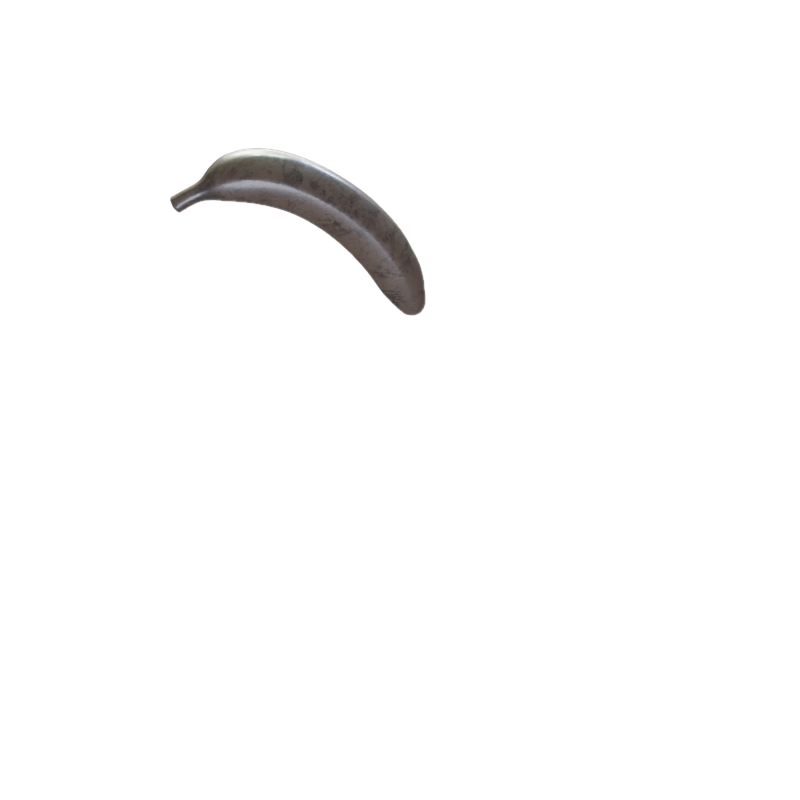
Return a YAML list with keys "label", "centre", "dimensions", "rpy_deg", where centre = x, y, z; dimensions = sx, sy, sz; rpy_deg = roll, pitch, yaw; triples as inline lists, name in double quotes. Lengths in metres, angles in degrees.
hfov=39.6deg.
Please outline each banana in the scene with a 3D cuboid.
- label: "banana"
  centre: [-0.053, -0.122, 0.750]
  dimensions: [0.190, 0.067, 0.039]
  rpy_deg: [24, 35, -19]
